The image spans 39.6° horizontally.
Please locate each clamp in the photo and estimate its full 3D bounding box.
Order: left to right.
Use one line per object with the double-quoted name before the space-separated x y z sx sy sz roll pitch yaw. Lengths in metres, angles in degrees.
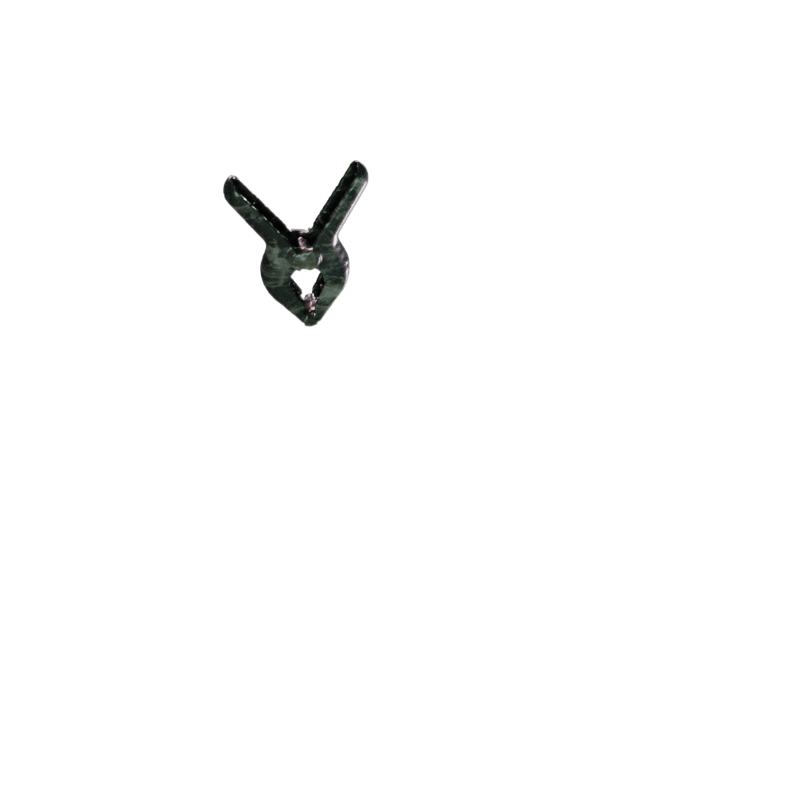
"clamp" -0.075 -0.138 0.963 0.121 0.042 0.158 -8 -44 8
